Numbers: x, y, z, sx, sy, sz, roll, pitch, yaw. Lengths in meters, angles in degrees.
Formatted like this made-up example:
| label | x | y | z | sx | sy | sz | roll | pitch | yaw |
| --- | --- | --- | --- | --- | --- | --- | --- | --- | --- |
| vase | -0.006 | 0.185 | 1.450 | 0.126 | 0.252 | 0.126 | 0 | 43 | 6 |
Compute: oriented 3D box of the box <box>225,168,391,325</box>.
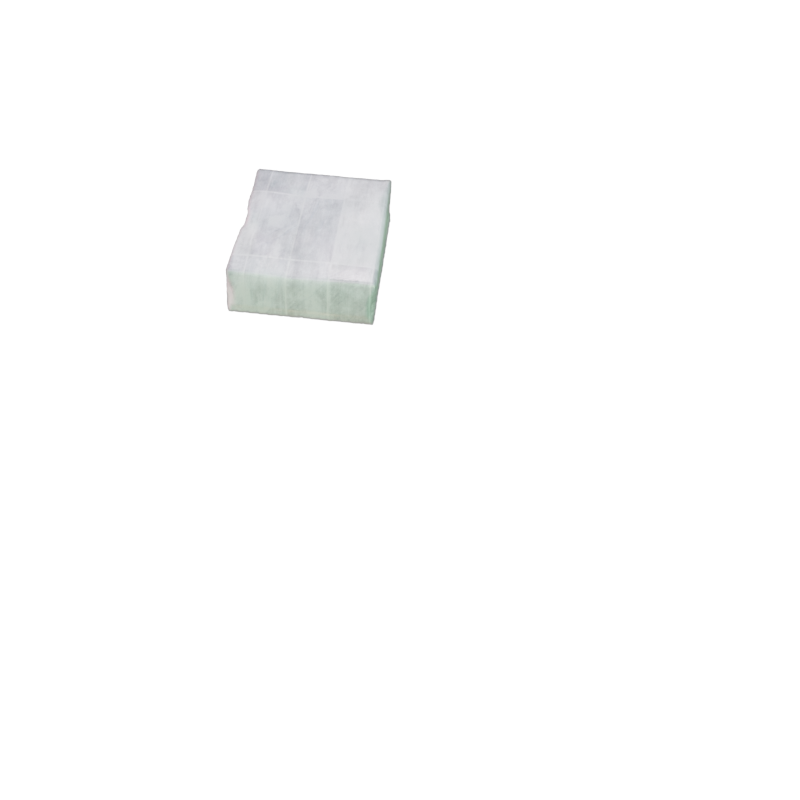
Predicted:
| label | x | y | z | sx | sy | sz | roll | pitch | yaw |
| --- | --- | --- | --- | --- | --- | --- | --- | --- | --- |
| box | -0.044 | -0.081 | 0.566 | 0.074 | 0.028 | 0.095 | 5 | 44 | 5 |
